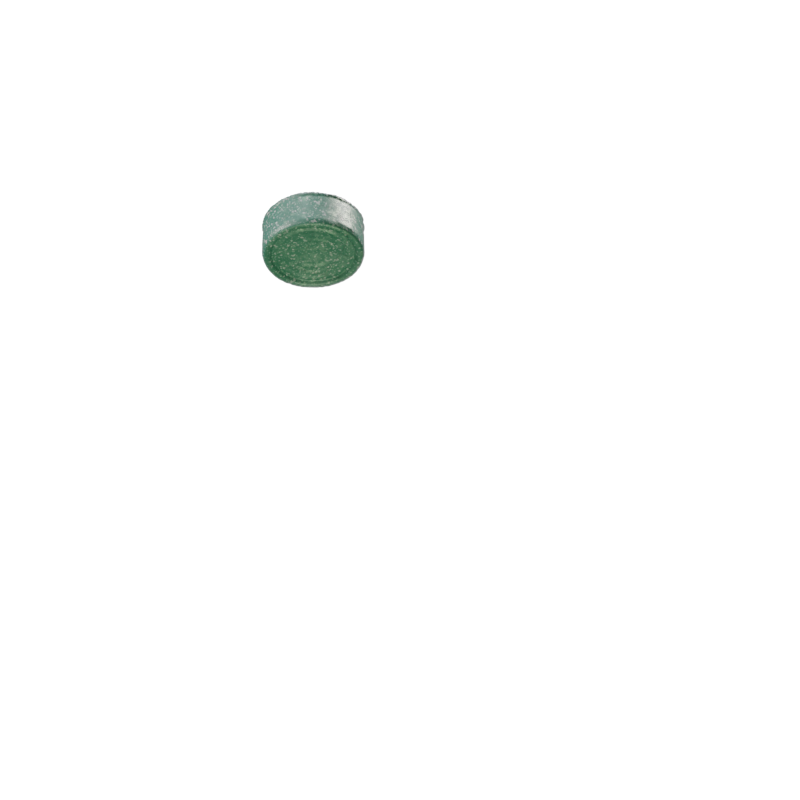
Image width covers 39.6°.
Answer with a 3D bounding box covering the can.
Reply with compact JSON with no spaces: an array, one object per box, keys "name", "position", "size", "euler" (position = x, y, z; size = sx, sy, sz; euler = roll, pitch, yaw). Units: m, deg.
[{"name":"can","position":[-0.072,-0.131,0.919],"size":[0.086,0.036,0.080],"euler":[1,-37,-2]}]
